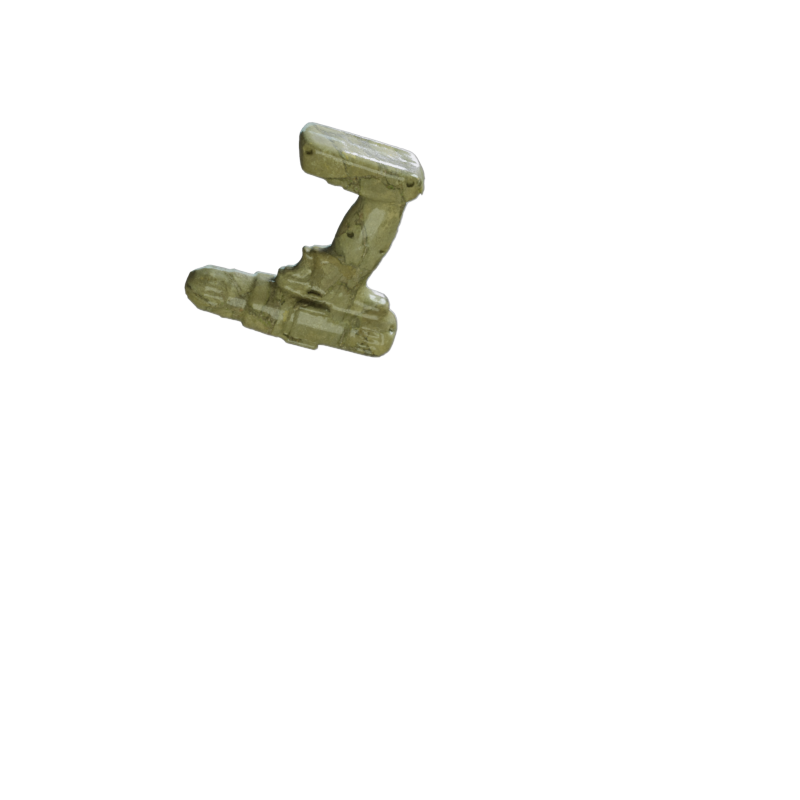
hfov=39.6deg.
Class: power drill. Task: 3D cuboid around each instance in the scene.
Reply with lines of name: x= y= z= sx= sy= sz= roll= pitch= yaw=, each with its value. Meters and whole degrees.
power drill: x=-0.072 y=-0.130 z=0.914 sx=0.181 sy=0.179 sz=0.061 roll=15 pitch=31 yaw=-9
